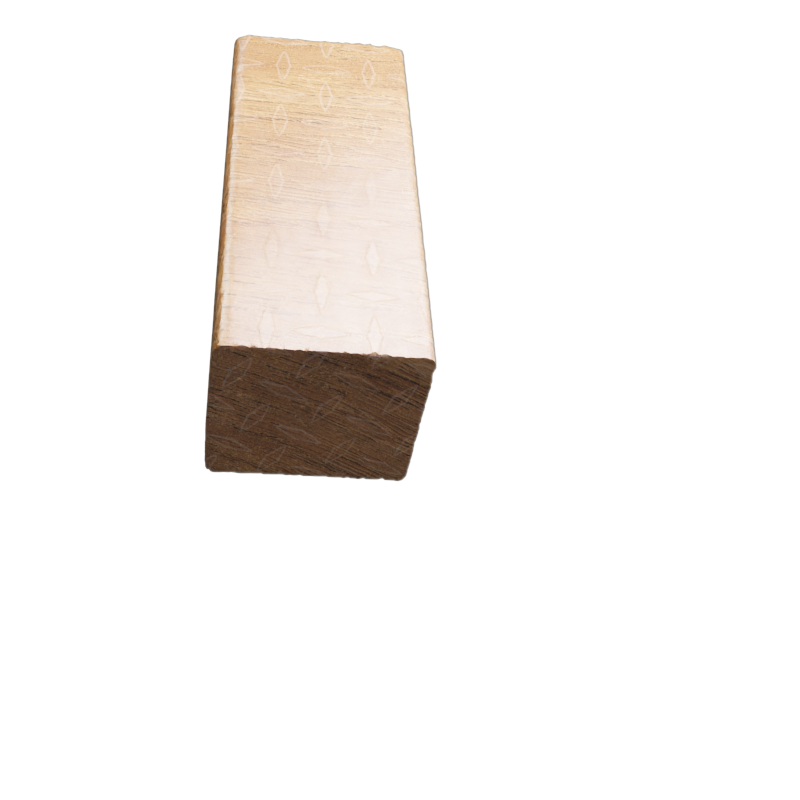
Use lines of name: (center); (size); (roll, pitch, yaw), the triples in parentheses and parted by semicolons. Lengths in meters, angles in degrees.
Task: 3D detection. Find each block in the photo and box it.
block: (-0.042, -0.076, 0.530); (0.090, 0.221, 0.085); (3, -41, -7)
